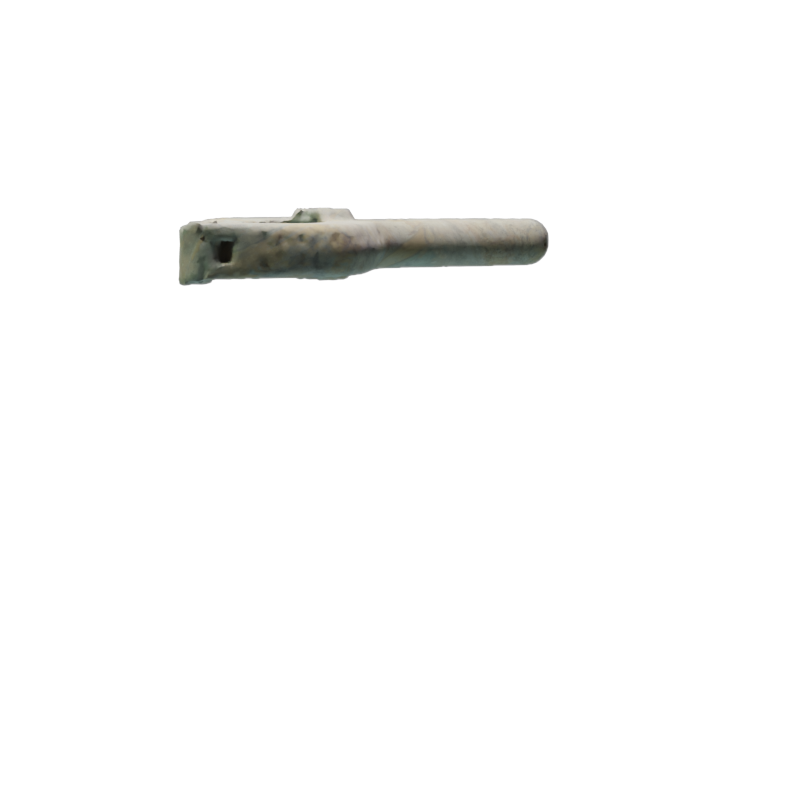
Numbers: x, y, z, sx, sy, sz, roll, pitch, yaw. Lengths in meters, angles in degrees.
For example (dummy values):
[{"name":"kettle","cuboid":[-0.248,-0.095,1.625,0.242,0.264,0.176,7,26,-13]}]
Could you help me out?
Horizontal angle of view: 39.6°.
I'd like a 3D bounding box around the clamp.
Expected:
[{"name":"clamp","cuboid":[-0.045,-0.083,0.579,0.172,0.036,0.204,10,15,40]}]
